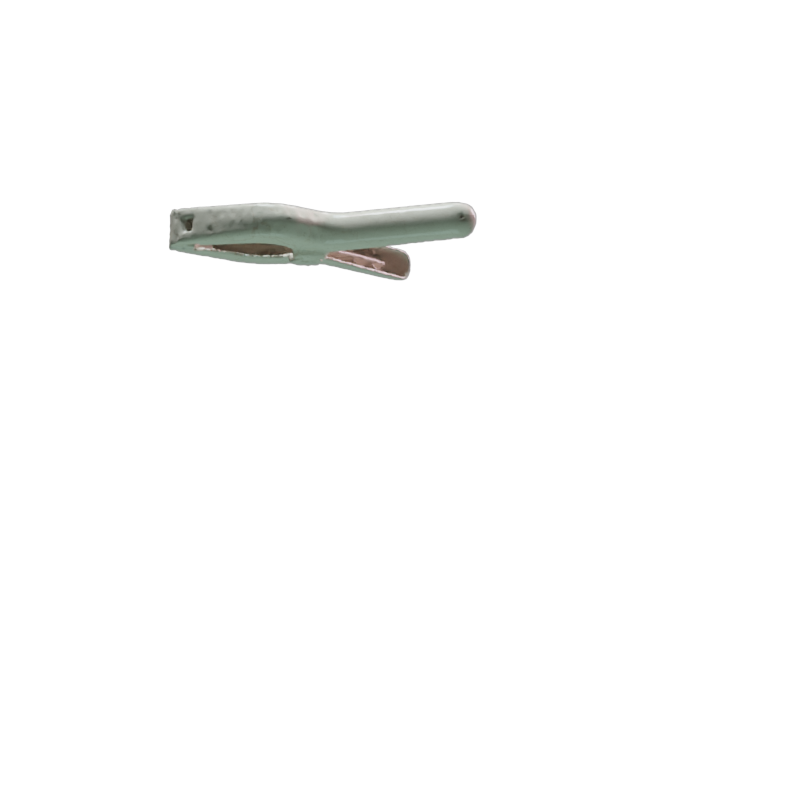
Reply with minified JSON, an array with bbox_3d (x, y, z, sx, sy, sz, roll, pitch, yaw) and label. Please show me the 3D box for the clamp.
[{"bbox_3d":[-0.064,-0.117,0.820,0.208,0.037,0.161,1,-8,-7],"label":"clamp"}]
